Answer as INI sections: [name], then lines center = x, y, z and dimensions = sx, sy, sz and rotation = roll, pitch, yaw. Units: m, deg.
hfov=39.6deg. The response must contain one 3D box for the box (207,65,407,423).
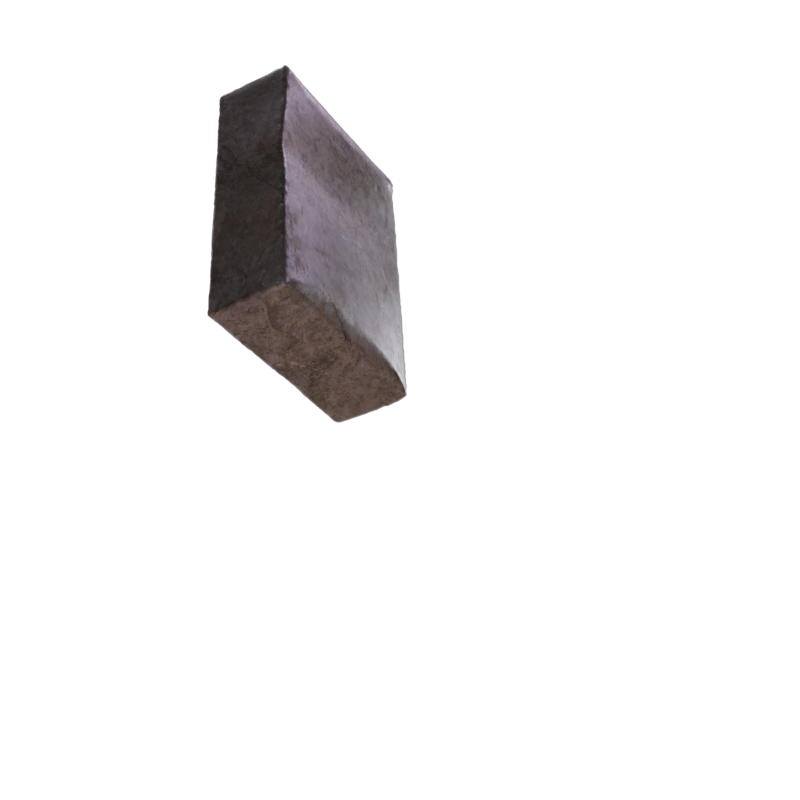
[box]
center = -0.064, -0.117, 0.821
dimensions = 0.072, 0.229, 0.152
rotation = -22, -41, 24
